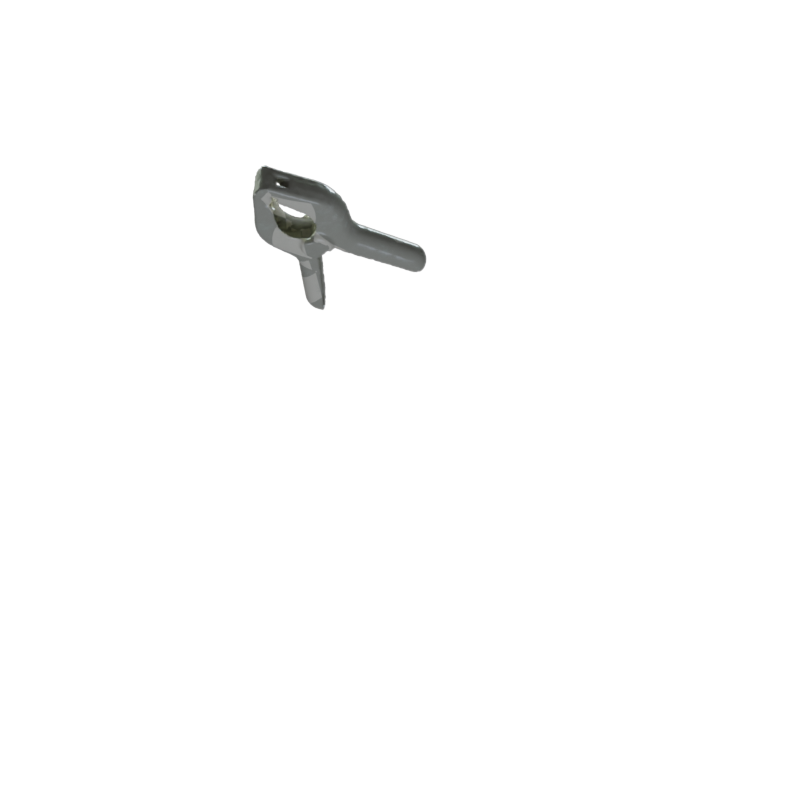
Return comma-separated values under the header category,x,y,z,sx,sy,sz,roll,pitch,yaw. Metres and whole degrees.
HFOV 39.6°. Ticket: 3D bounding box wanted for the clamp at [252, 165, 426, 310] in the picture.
category,x,y,z,sx,sy,sz,roll,pitch,yaw
clamp,-0.074,-0.135,0.946,0.119,0.042,0.161,-33,-51,31
